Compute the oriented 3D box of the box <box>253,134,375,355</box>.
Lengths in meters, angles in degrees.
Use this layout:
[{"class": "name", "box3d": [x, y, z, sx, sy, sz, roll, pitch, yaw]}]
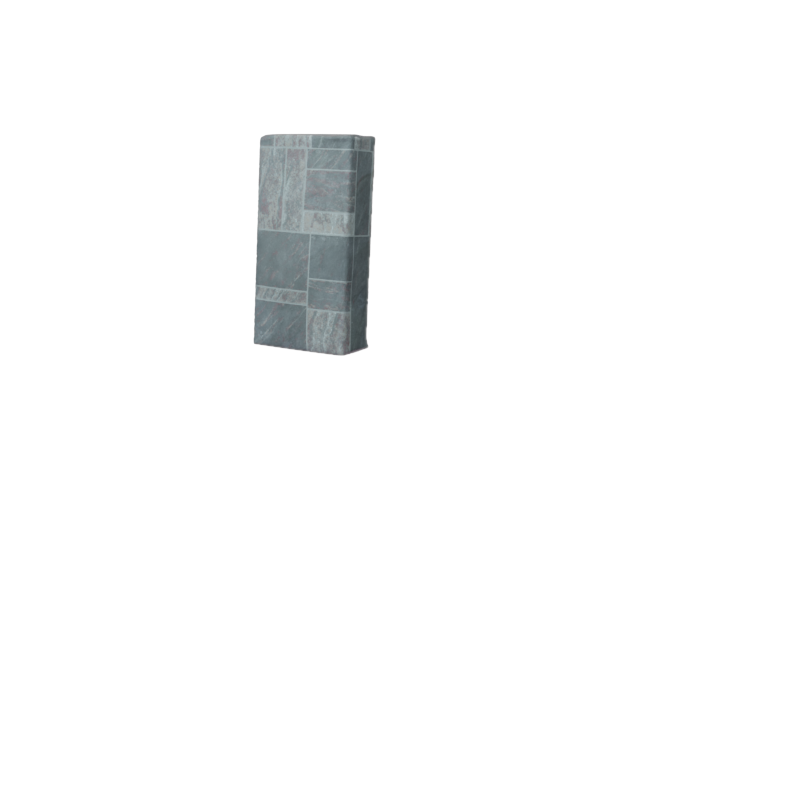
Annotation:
[{"class": "box", "box3d": [-0.072, -0.130, 0.911, 0.097, 0.174, 0.047, 5, 7, 32]}]
